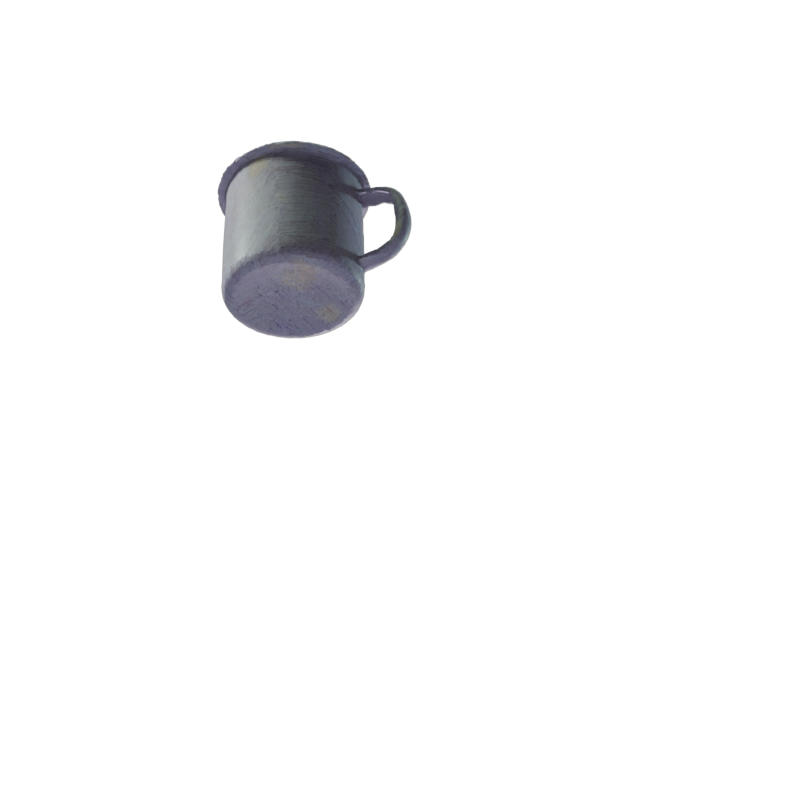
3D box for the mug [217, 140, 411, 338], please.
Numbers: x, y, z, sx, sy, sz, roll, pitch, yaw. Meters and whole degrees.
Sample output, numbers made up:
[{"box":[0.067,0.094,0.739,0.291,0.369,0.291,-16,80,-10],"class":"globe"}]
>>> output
[{"box":[-0.050,-0.092,0.644,0.118,0.087,0.086,-10,-37,11],"class":"mug"}]
